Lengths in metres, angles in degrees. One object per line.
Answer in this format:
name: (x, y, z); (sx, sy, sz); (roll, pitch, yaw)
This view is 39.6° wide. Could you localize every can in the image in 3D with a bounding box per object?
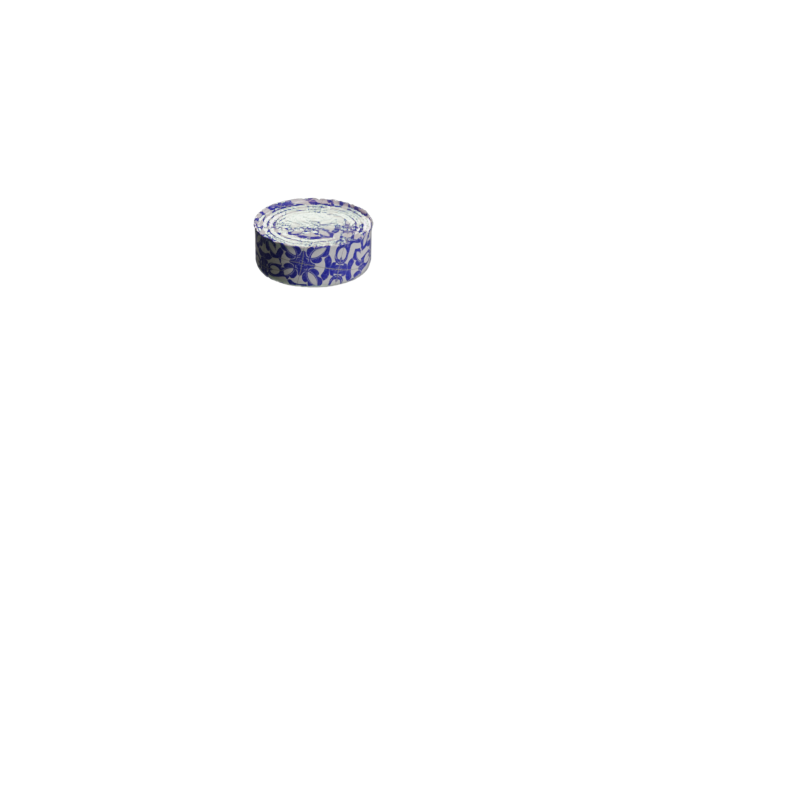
can: (-0.063, -0.114, 0.802); (0.086, 0.032, 0.091); (-1, 31, -2)
